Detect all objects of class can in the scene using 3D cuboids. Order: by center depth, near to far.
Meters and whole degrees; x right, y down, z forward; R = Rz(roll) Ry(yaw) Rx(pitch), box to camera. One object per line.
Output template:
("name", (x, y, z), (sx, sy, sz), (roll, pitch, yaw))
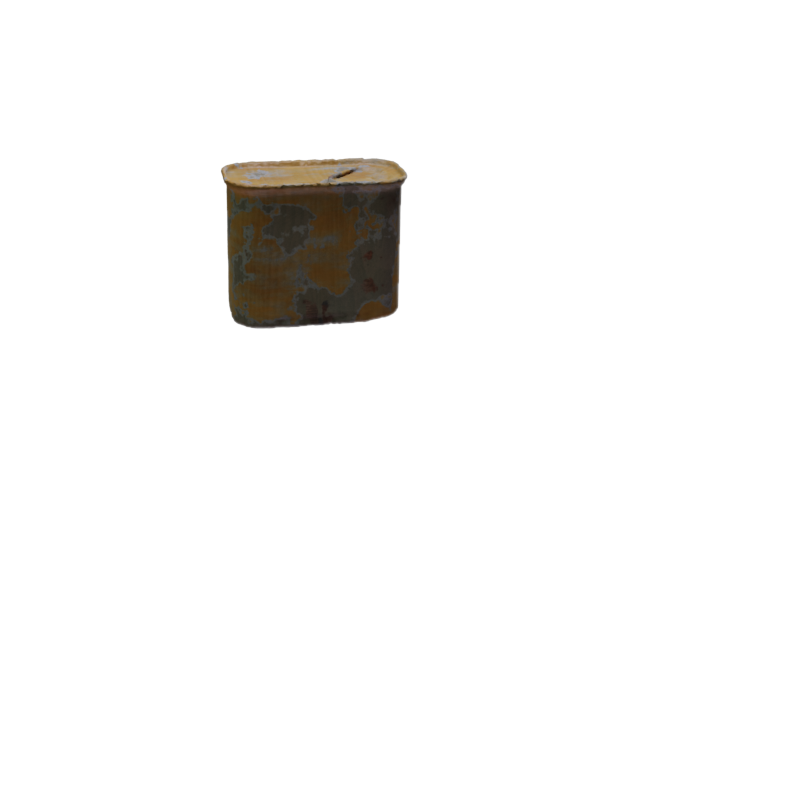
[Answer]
("can", (-0.049, -0.090, 0.630), (0.101, 0.080, 0.061), (-4, 20, -10))
